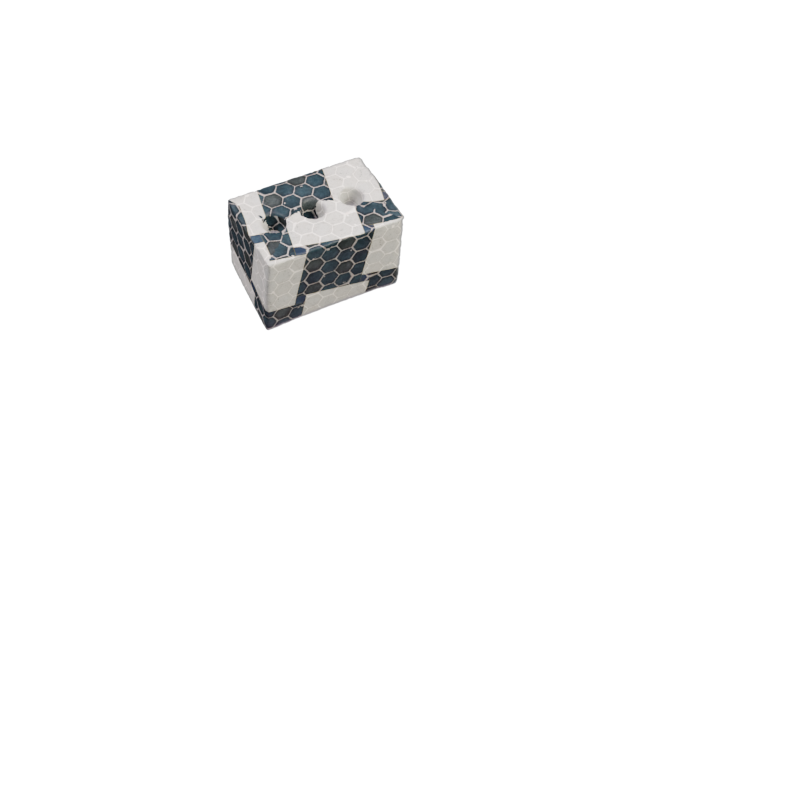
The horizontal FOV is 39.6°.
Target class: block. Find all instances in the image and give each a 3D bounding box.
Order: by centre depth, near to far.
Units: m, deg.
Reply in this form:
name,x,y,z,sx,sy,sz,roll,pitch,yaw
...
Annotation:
name,x,y,z,sx,sy,sz,roll,pitch,yaw
block,-0.045,-0.083,0.579,0.077,0.057,0.048,-22,-34,-17
